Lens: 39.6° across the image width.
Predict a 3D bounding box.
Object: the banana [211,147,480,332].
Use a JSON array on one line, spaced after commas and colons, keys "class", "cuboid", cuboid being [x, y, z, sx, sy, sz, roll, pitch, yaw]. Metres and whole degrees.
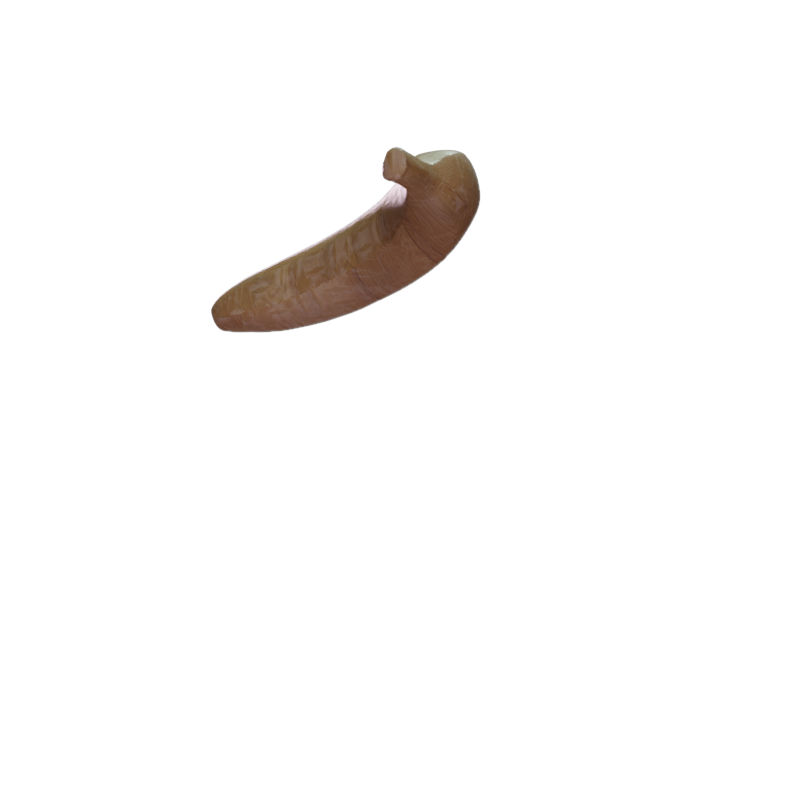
[{"class": "banana", "cuboid": [-0.020, -0.068, 0.487, 0.067, 0.038, 0.196, 9, -20, -27]}]
